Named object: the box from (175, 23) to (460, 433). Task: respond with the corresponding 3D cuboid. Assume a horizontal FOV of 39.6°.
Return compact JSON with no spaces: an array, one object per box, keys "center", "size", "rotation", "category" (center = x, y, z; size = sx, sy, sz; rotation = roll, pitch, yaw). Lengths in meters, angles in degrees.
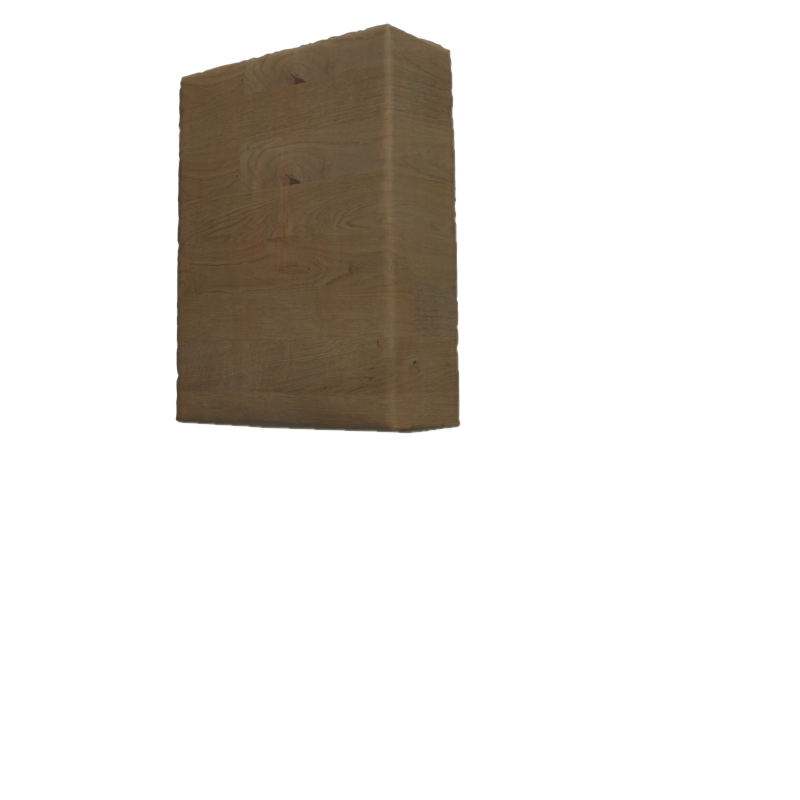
[{"center":[-0.050,-0.092,0.643],"size":[0.170,0.217,0.068],"rotation":[-3,-7,38],"category":"box"}]
